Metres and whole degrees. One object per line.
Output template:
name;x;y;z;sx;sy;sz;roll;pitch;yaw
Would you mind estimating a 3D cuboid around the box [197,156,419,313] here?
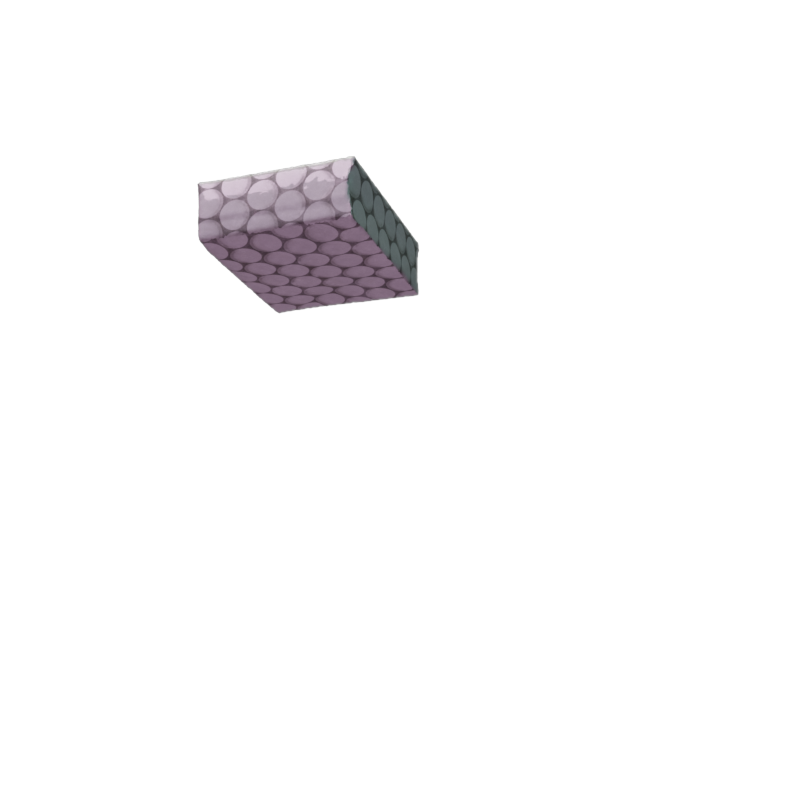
box;-0.048;-0.087;0.608;0.091;0.041;0.106;-6;-19;19
